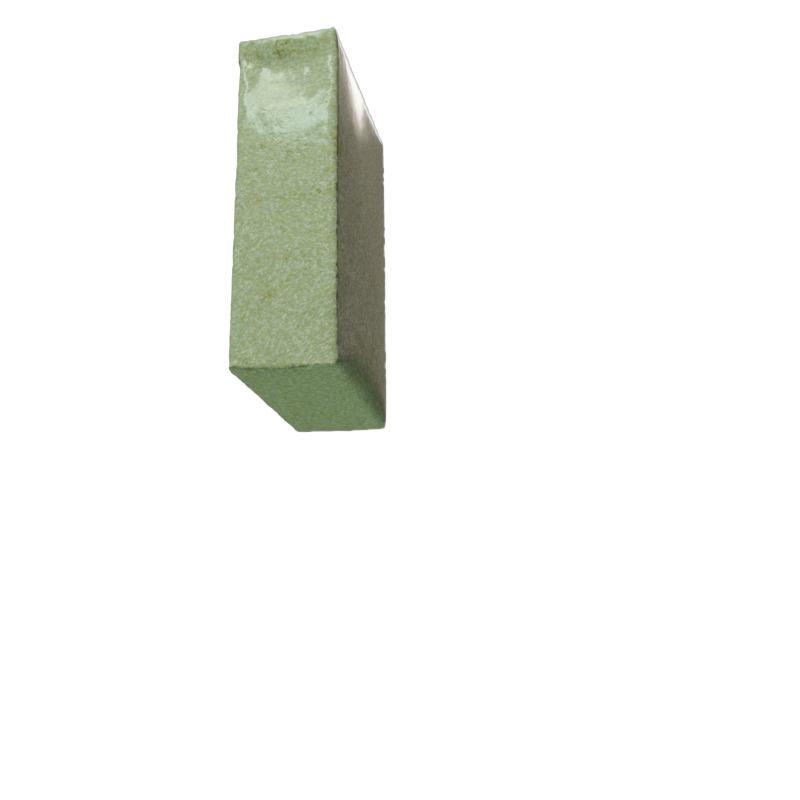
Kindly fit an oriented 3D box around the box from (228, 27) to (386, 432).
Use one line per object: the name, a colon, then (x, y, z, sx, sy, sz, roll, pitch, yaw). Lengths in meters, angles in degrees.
box: (-0.055, -0.101, 0.708, 0.073, 0.224, 0.155, -5, -19, 9)
